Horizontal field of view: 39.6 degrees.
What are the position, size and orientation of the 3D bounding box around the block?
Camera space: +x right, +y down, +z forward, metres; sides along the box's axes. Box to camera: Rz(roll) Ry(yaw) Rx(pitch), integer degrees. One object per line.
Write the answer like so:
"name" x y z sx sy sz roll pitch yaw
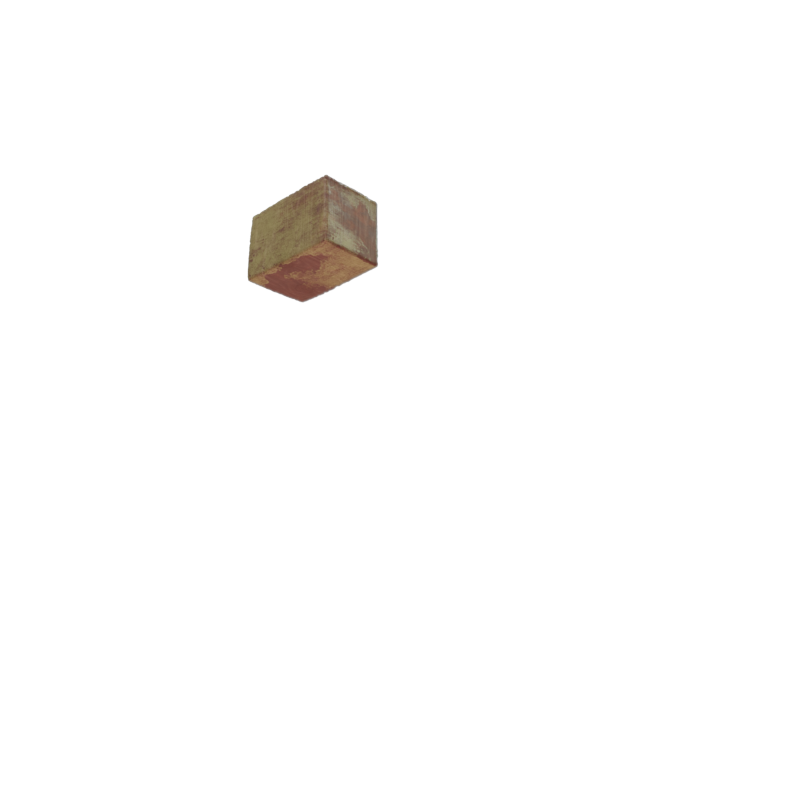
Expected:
"block" -0.060 -0.109 0.762 0.078 0.054 0.049 -23 -33 38
